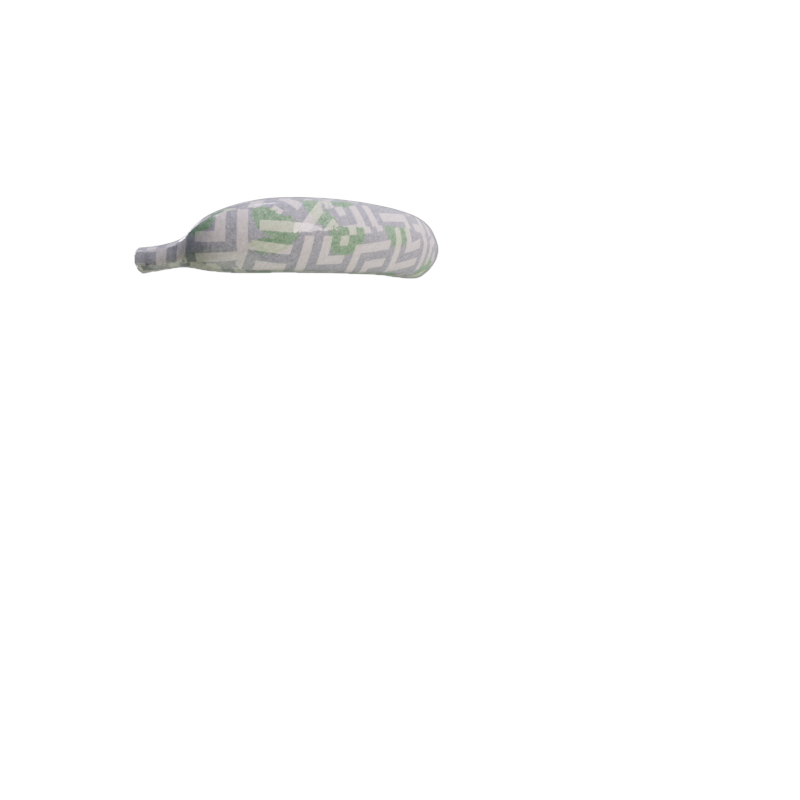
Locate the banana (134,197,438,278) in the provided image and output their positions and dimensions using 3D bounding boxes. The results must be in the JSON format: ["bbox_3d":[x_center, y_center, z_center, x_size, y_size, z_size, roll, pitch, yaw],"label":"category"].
[{"bbox_3d":[-0.034,-0.080,0.556,0.072,0.037,0.190,3,5,44],"label":"banana"}]
